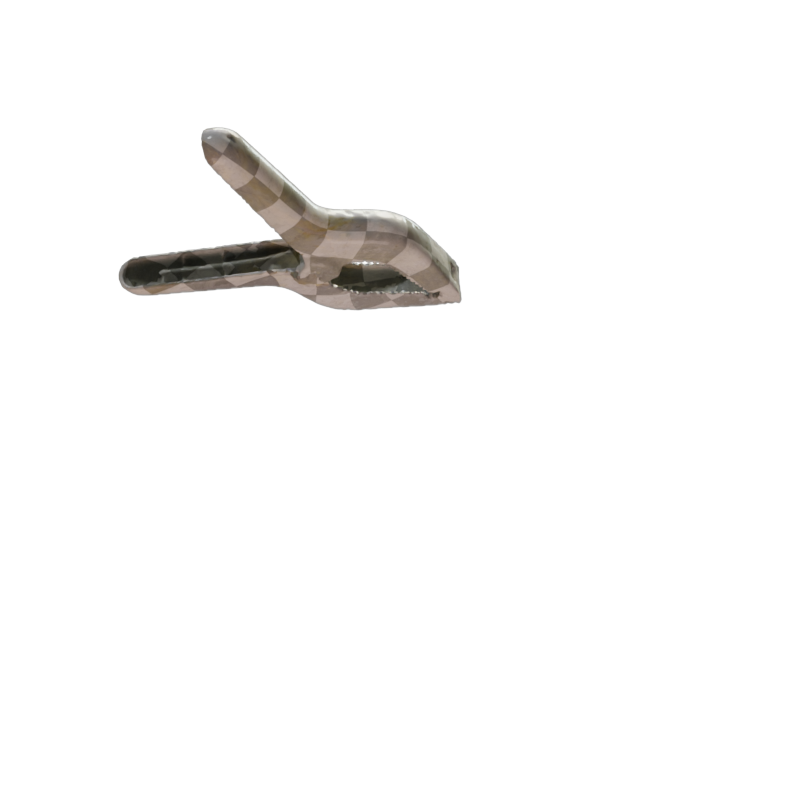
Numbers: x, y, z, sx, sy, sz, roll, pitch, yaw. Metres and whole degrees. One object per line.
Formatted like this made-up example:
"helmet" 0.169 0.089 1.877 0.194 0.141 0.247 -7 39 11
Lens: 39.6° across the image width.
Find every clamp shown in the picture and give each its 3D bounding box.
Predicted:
"clamp" -0.052 -0.095 0.667 0.204 0.039 0.159 8 -27 -17
